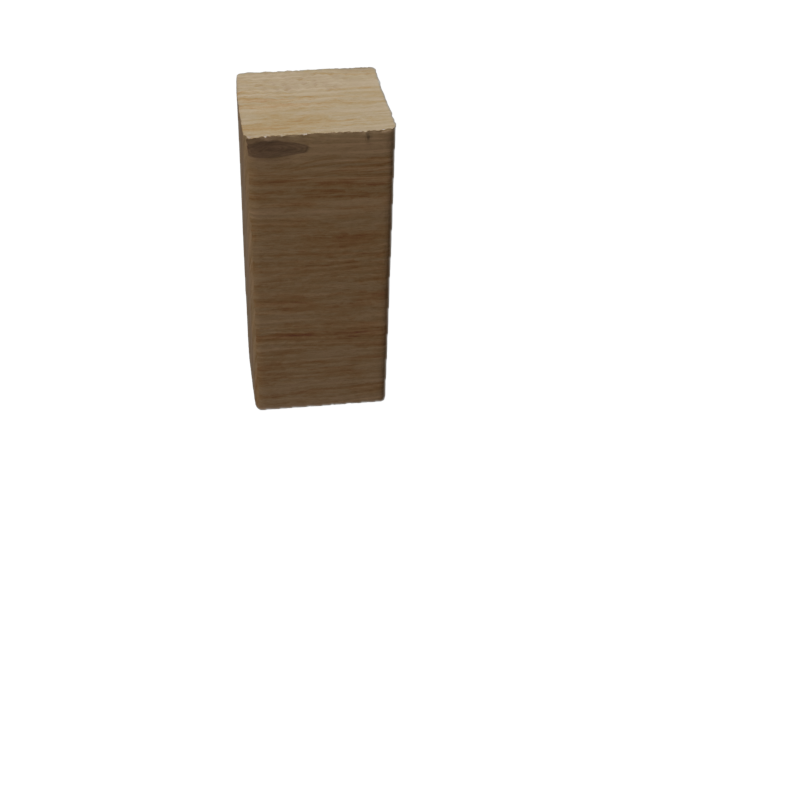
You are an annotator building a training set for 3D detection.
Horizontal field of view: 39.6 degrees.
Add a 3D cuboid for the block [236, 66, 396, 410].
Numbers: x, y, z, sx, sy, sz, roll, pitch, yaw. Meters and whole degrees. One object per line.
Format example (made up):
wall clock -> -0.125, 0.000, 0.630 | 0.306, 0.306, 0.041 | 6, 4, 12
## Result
block -> -0.057, -0.103, 0.721 | 0.090, 0.193, 0.097 | -3, 37, -8
